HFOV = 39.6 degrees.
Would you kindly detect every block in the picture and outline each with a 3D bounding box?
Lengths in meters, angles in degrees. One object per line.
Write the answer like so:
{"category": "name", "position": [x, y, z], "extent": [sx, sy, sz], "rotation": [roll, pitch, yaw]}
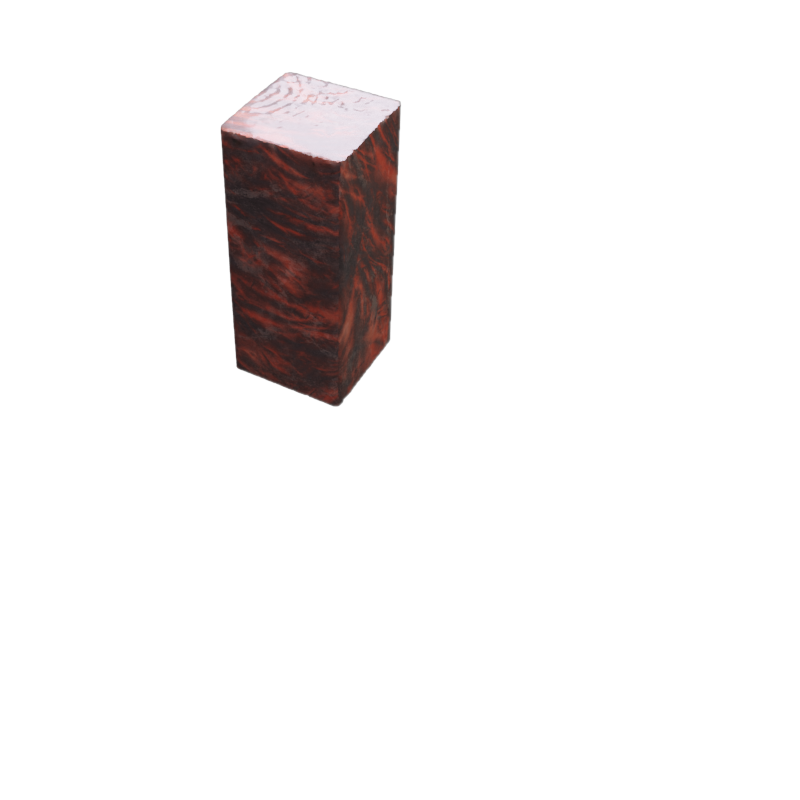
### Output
{"category": "block", "position": [-0.061, -0.110, 0.773], "extent": [0.094, 0.192, 0.093], "rotation": [20, 43, 19]}
